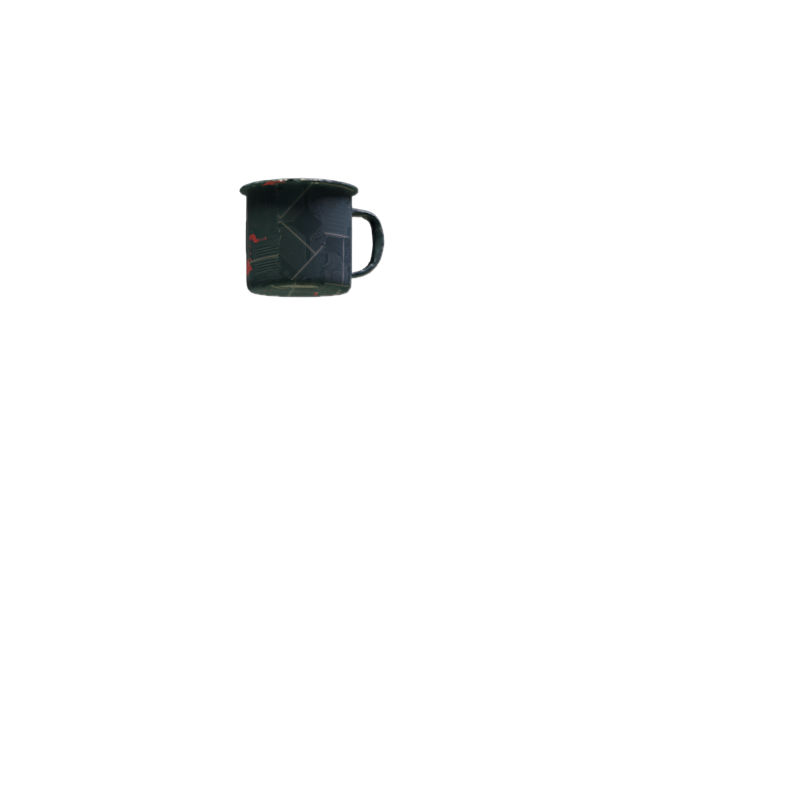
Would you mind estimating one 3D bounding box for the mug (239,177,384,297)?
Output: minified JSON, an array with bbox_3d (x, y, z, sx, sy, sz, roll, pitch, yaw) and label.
[{"bbox_3d":[-0.067,-0.123,0.861,0.113,0.083,0.095,1,-4,-25],"label":"mug"}]
